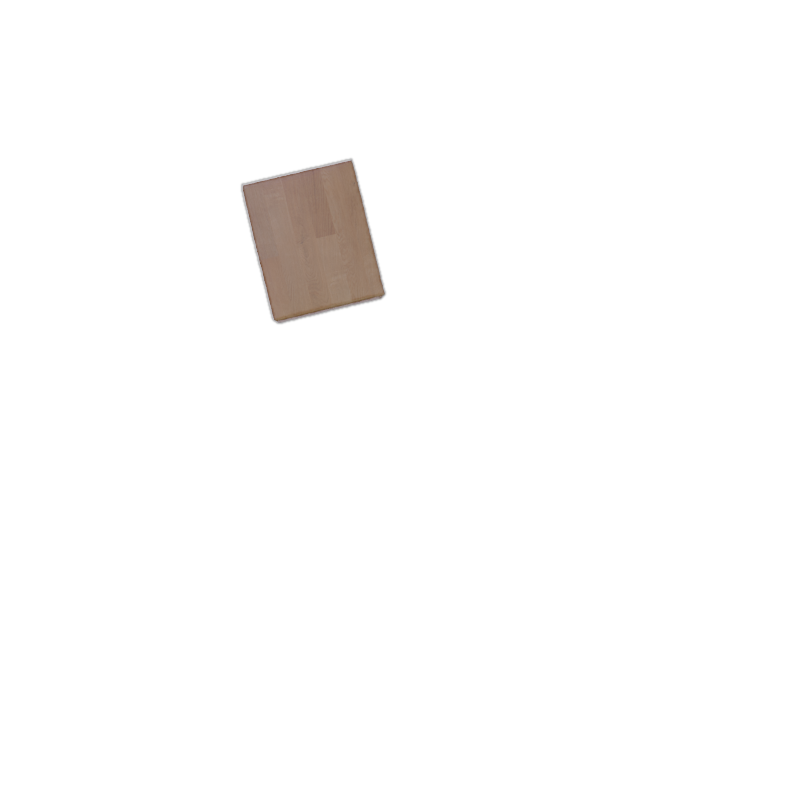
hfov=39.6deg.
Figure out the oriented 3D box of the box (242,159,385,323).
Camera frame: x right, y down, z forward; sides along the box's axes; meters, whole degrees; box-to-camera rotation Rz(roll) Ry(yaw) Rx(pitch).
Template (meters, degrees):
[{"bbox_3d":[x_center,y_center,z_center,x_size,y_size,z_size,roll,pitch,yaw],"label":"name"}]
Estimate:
[{"bbox_3d":[-0.068,-0.125,0.873,0.090,0.115,0.038,-14,-5,-2],"label":"box"}]
